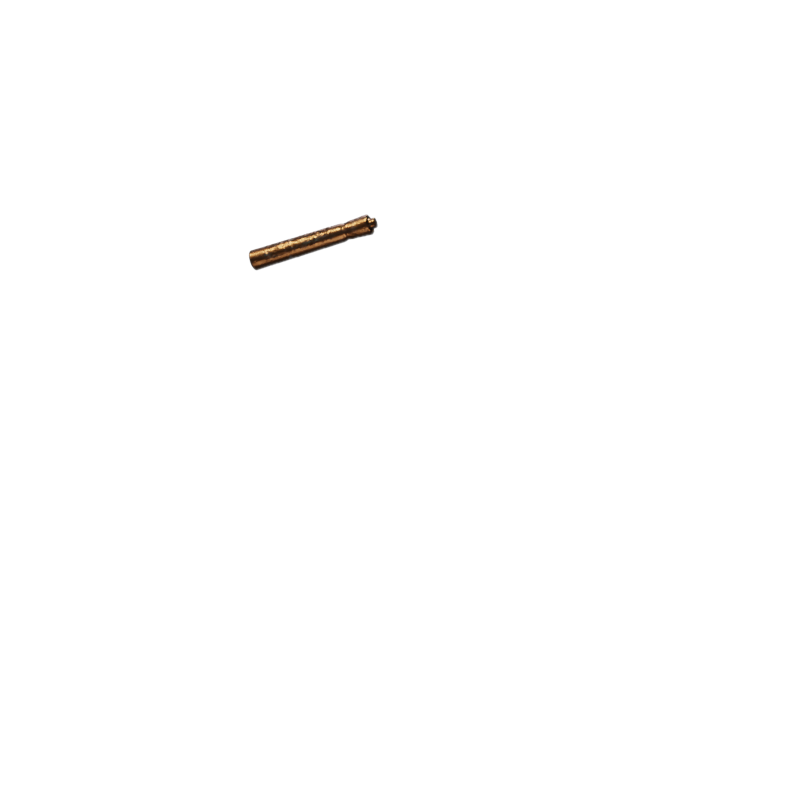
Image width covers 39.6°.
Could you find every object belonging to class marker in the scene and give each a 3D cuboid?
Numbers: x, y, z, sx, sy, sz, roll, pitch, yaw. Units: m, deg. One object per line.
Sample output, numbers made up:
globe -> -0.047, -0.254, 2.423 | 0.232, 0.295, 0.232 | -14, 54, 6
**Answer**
marker -> -0.077, -0.141, 0.990 | 0.122, 0.020, 0.019 | -15, 0, 18
